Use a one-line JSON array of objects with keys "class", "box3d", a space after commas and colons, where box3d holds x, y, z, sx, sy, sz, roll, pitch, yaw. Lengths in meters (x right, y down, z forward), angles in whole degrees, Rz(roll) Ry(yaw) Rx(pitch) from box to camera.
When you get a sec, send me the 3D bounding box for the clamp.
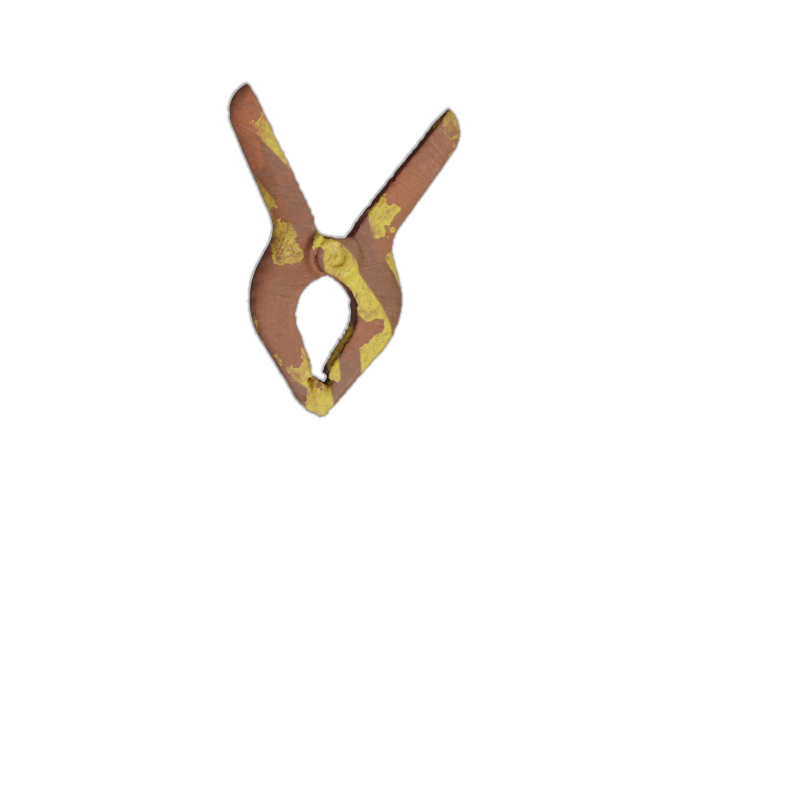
[{"class": "clamp", "box3d": [-0.045, -0.082, 0.575, 0.120, 0.173, 0.039, 14, -5, 1]}]
